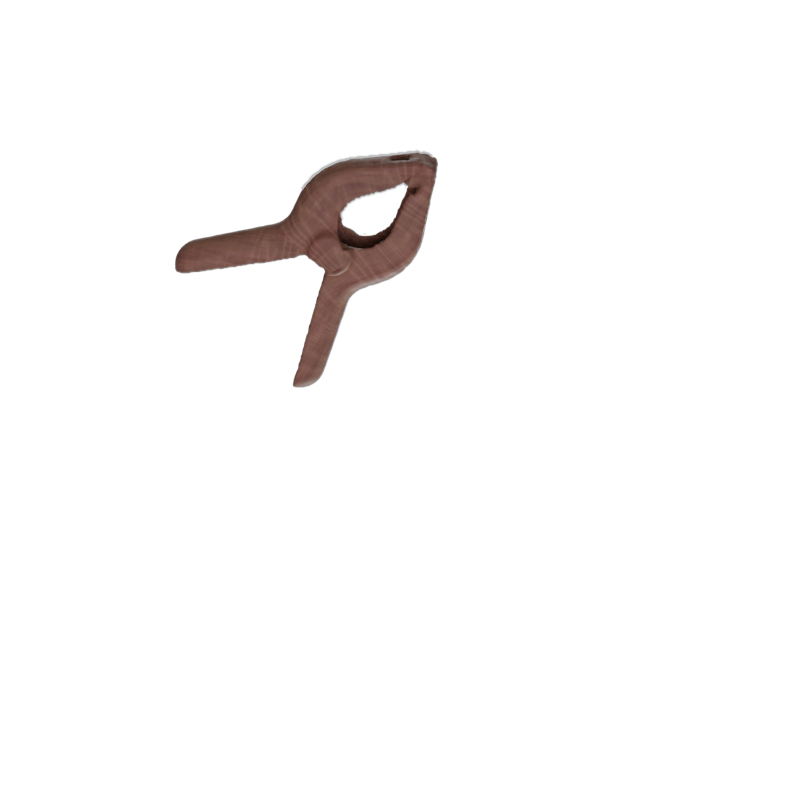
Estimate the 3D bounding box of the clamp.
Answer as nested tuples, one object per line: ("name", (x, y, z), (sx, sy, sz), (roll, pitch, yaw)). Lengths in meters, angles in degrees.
("clamp", (-0.053, -0.097, 0.676), (0.116, 0.168, 0.041), (36, 20, -16))
